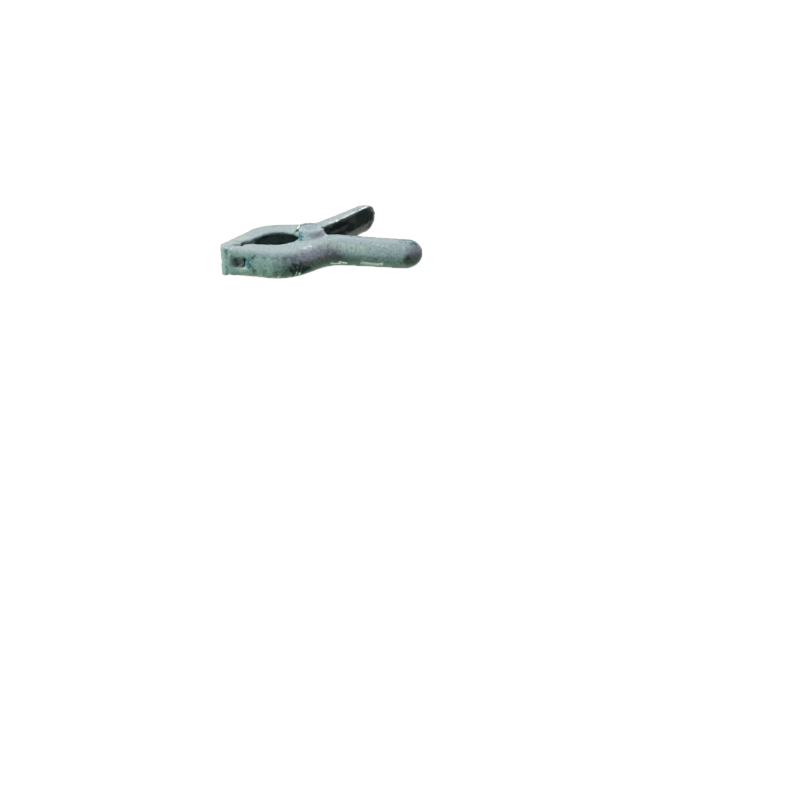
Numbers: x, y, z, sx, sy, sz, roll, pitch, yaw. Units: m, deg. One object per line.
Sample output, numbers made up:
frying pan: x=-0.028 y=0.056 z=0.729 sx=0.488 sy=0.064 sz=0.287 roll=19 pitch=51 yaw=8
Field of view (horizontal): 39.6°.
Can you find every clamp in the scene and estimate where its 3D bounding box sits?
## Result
clamp: x=-0.077 y=-0.141 z=0.987 sx=0.169 sy=0.038 sz=0.127 roll=-5 pitch=22 yaw=-12
